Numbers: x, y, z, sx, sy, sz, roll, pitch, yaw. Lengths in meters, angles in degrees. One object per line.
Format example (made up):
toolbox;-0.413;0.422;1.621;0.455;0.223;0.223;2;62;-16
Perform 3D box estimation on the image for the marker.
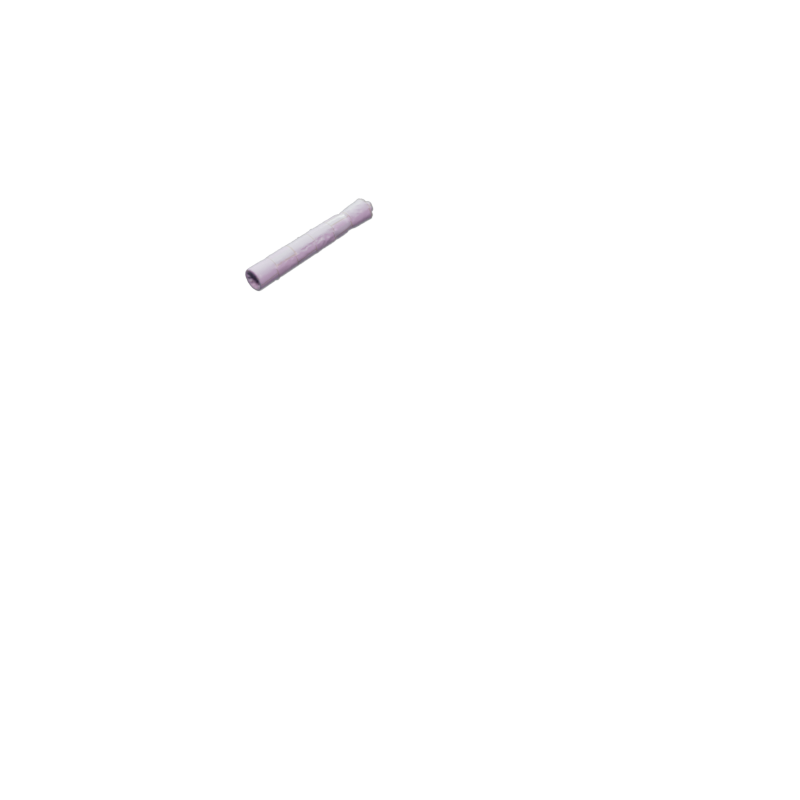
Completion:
marker;-0.066;-0.120;0.838;0.122;0.019;0.021;-38;24;-30
